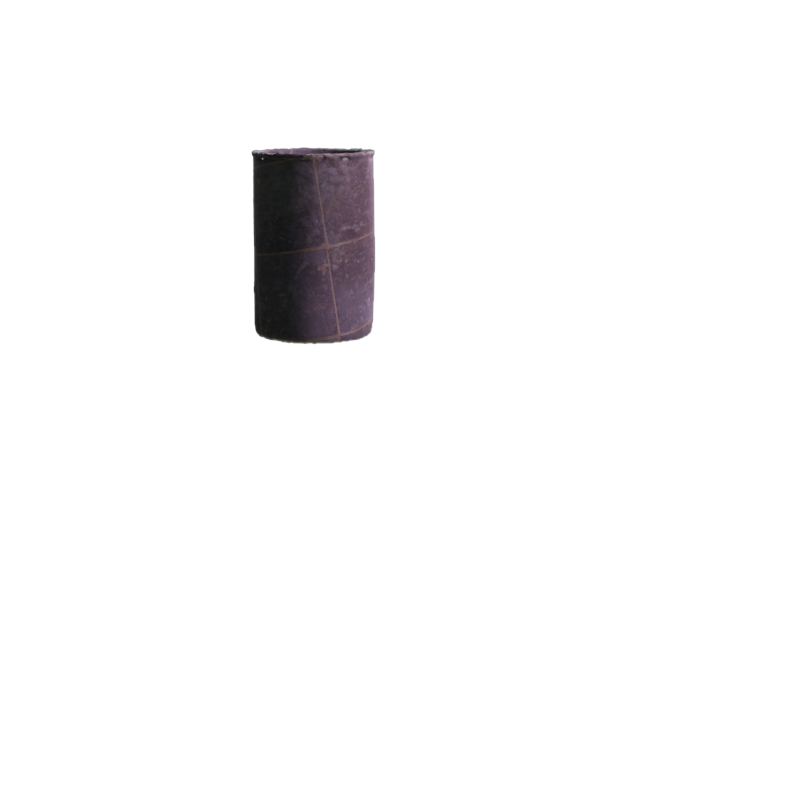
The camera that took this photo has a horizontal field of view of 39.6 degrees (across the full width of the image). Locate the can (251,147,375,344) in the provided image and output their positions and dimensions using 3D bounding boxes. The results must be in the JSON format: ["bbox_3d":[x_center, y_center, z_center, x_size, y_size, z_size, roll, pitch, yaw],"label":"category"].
[{"bbox_3d":[-0.048,-0.088,0.616,0.068,0.100,0.070,0,10,-2],"label":"can"}]
